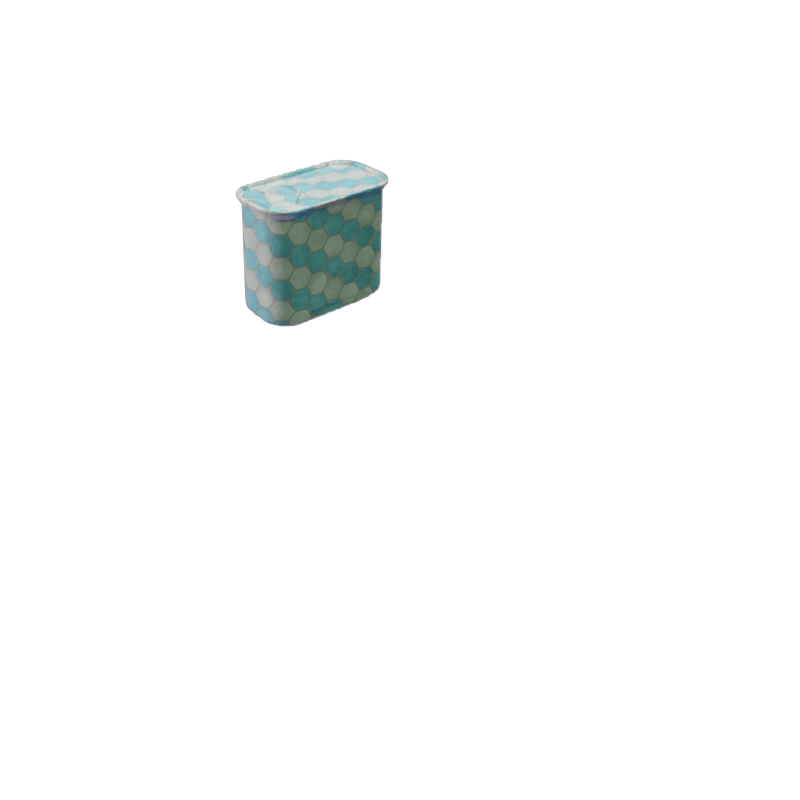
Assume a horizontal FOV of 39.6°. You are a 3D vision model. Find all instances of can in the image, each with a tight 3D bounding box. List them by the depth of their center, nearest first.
[{"bbox_3d":[-0.058,-0.106,0.744,0.101,0.079,0.061,-23,36,-36],"label":"can"}]
